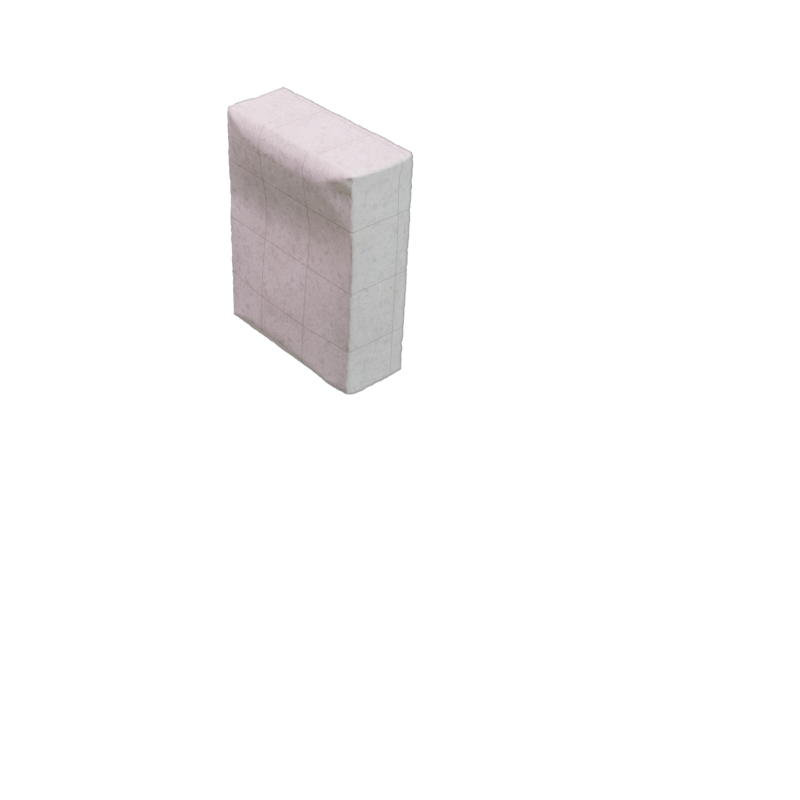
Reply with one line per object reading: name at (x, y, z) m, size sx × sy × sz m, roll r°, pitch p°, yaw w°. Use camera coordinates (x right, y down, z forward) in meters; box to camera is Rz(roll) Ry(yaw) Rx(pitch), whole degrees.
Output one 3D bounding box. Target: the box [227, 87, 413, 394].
box at (-0.073, -0.134, 0.937) m, size 0.071 × 0.200 × 0.176 m, roll -25°, pitch 43°, yaw -34°
